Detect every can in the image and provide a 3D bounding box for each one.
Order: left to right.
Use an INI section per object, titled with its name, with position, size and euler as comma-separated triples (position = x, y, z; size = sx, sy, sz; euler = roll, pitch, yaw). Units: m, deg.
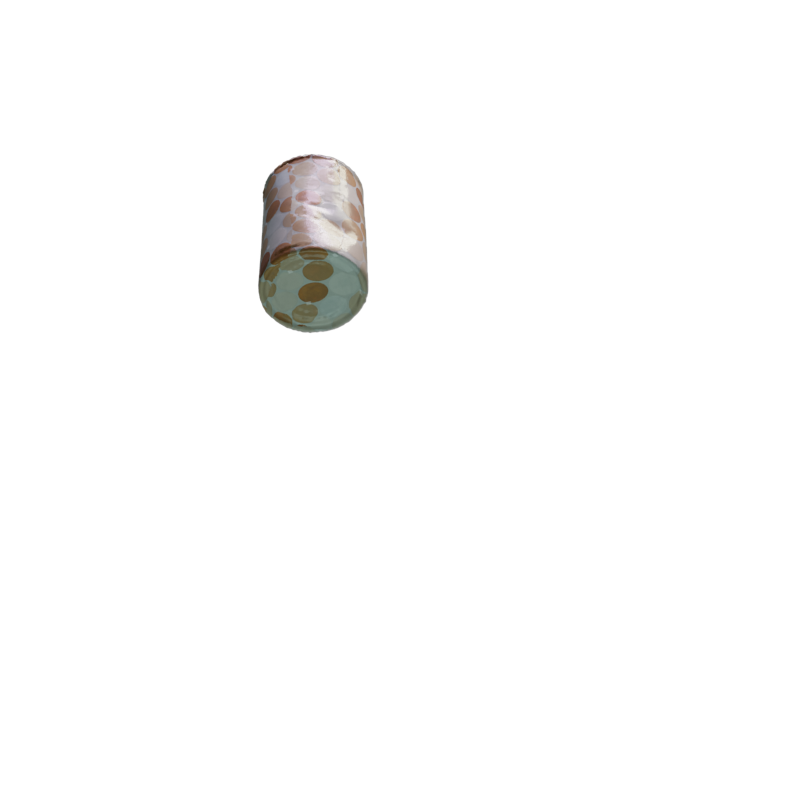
[can]
position = -0.055, -0.100, 0.703
size = 0.068, 0.064, 0.110
euler = -1, 41, -3
